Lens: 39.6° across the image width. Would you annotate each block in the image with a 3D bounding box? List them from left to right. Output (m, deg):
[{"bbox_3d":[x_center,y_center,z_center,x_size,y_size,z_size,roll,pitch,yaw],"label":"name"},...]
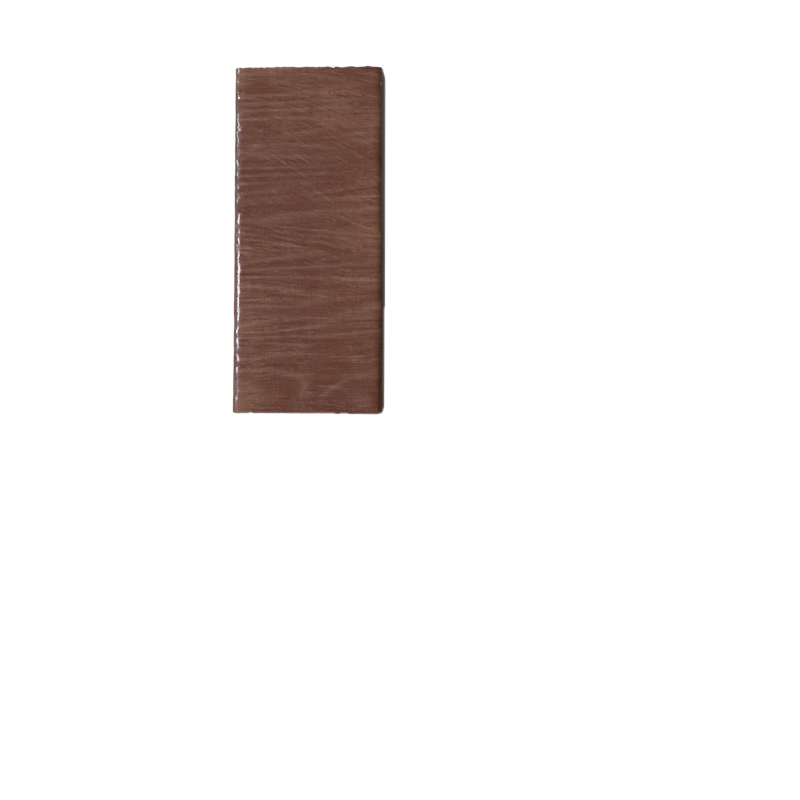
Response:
[{"bbox_3d":[-0.054,-0.100,0.698,0.091,0.207,0.089,0,-1,2],"label":"block"}]
